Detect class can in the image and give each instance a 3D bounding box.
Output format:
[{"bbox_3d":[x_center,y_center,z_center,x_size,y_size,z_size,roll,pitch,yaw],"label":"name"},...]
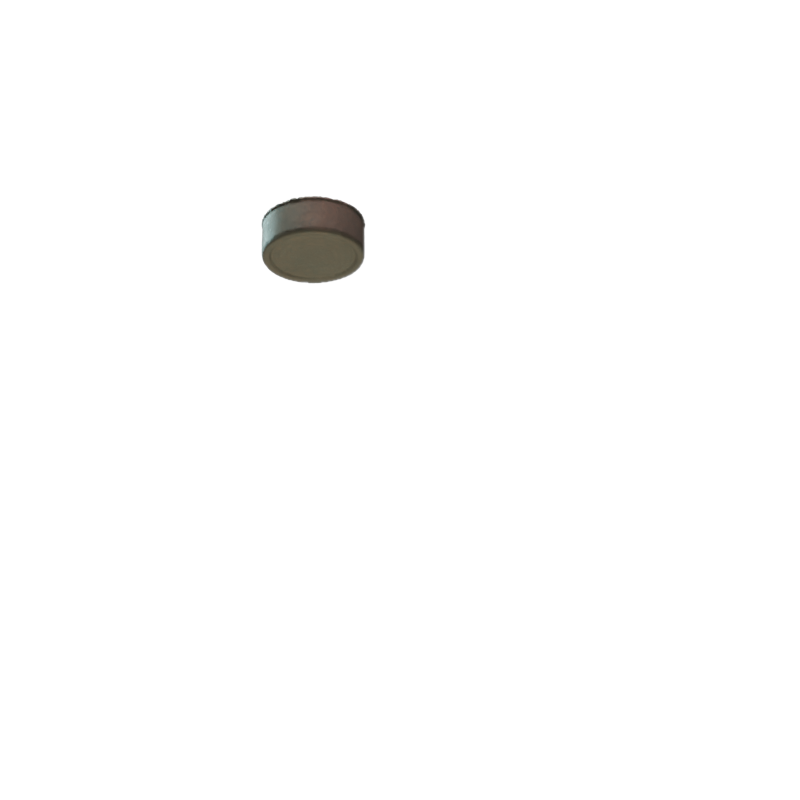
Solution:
[{"bbox_3d":[-0.071,-0.130,0.909,0.086,0.036,0.081,1,-26,-2],"label":"can"}]
